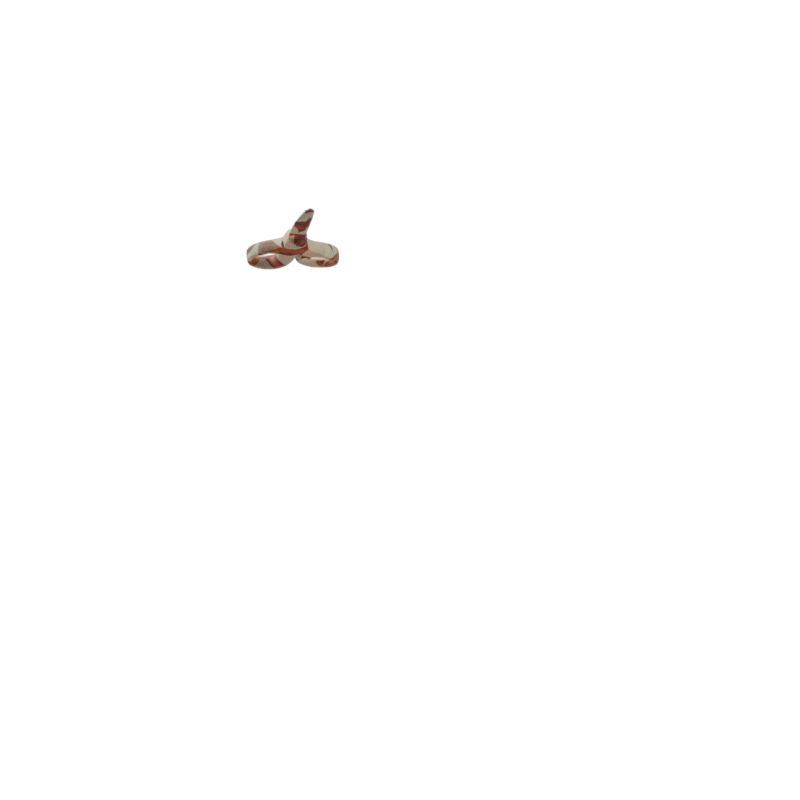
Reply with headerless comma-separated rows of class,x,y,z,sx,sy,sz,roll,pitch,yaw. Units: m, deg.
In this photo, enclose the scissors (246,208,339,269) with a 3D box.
scissors,-0.078,-0.142,0.993,0.093,0.016,0.204,3,-6,-26
